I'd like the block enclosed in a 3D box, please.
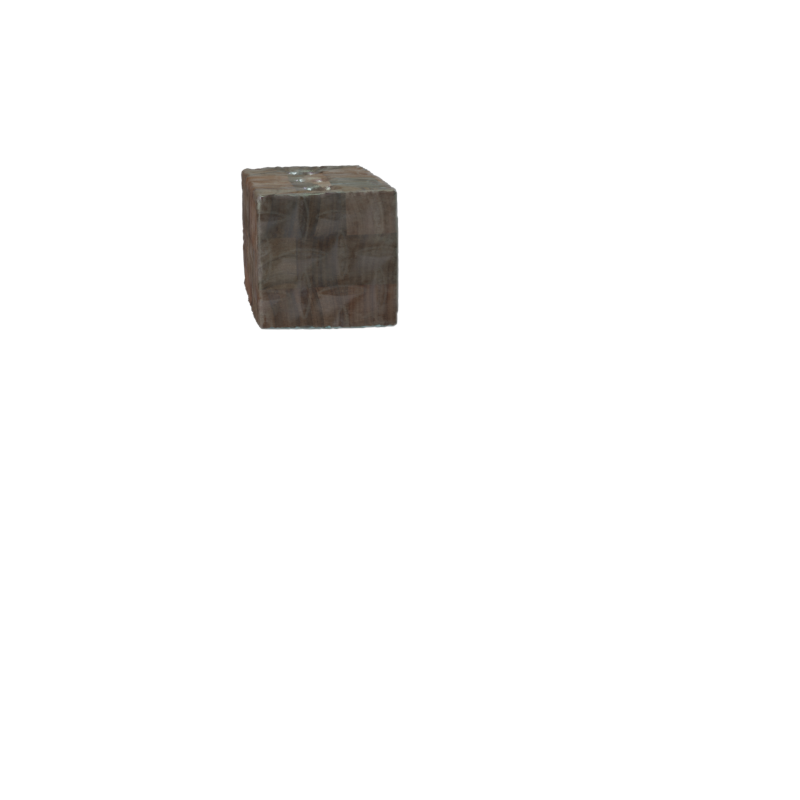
[{"bbox_3d":[-0.034,-0.062,0.436,0.052,0.050,0.082,-3,17,-11],"label":"block"}]
